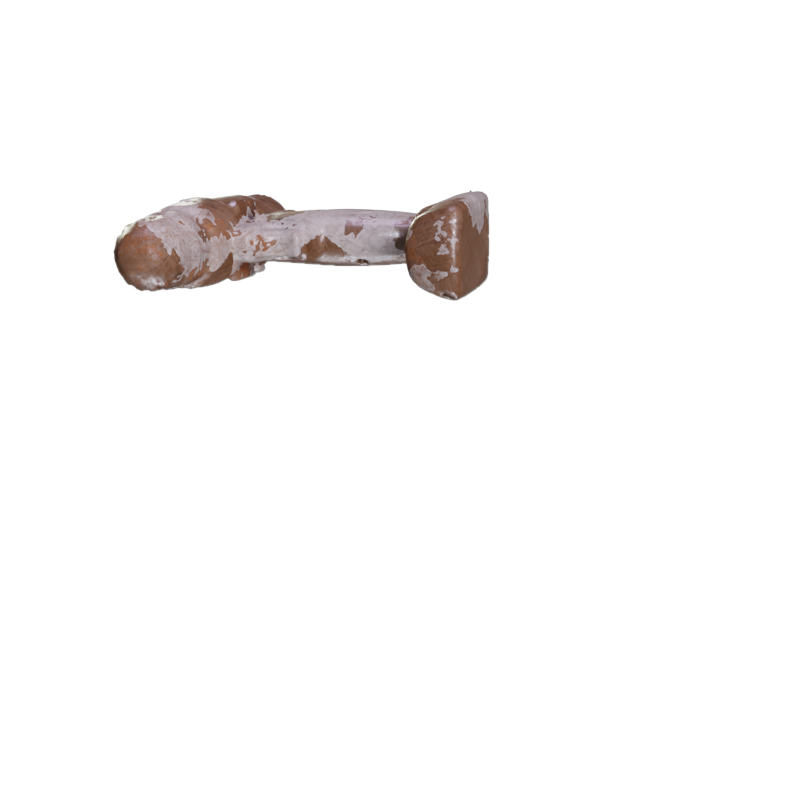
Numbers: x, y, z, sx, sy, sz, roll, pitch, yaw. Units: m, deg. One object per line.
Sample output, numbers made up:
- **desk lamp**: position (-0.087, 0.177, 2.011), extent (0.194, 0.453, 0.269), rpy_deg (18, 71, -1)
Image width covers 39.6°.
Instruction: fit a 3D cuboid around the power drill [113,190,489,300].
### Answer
- **power drill**: position (-0.050, -0.092, 0.641), extent (0.192, 0.056, 0.185), rpy_deg (5, 16, 17)
